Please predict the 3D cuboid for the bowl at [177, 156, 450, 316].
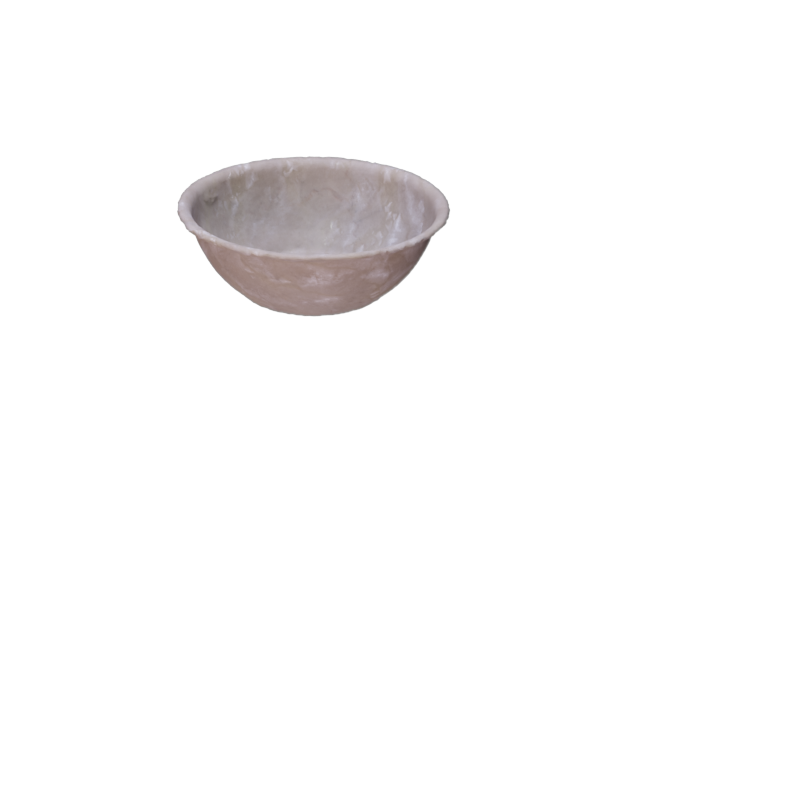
[{"bbox_3d":[-0.052,-0.095,0.668,0.162,0.052,0.172,-1,30,-2],"label":"bowl"}]
